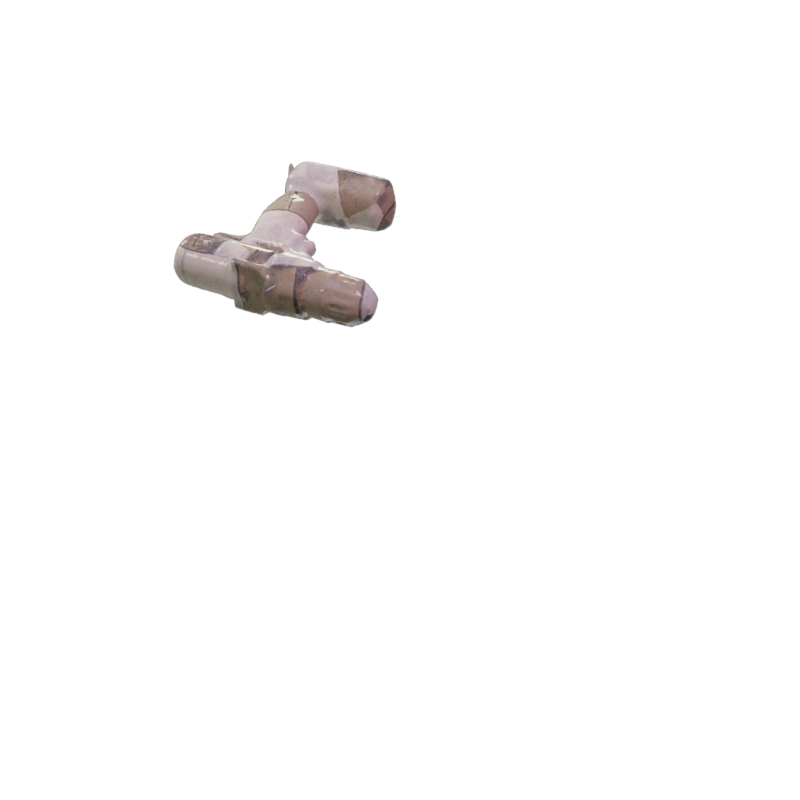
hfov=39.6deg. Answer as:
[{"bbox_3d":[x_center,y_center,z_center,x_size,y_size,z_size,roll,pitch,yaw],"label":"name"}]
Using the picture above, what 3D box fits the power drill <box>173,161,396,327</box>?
[{"bbox_3d":[-0.075,-0.137,0.961,0.192,0.054,0.192,17,39,21],"label":"power drill"}]
